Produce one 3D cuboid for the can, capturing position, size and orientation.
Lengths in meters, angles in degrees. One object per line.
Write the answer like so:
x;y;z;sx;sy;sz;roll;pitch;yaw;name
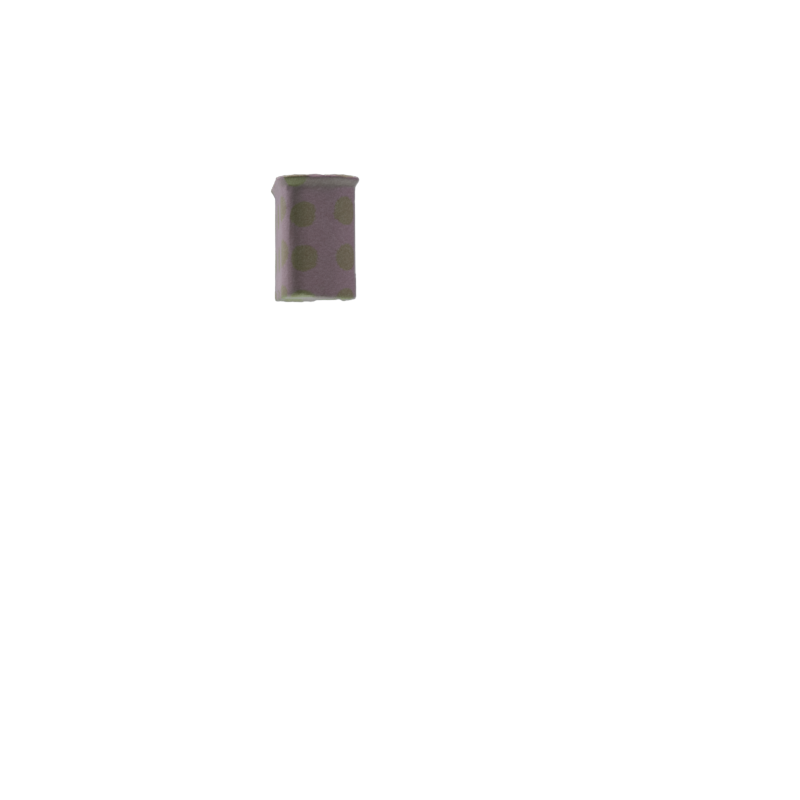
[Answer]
-0.061;-0.112;0.786;0.057;0.084;0.103;0;0;-9;can
